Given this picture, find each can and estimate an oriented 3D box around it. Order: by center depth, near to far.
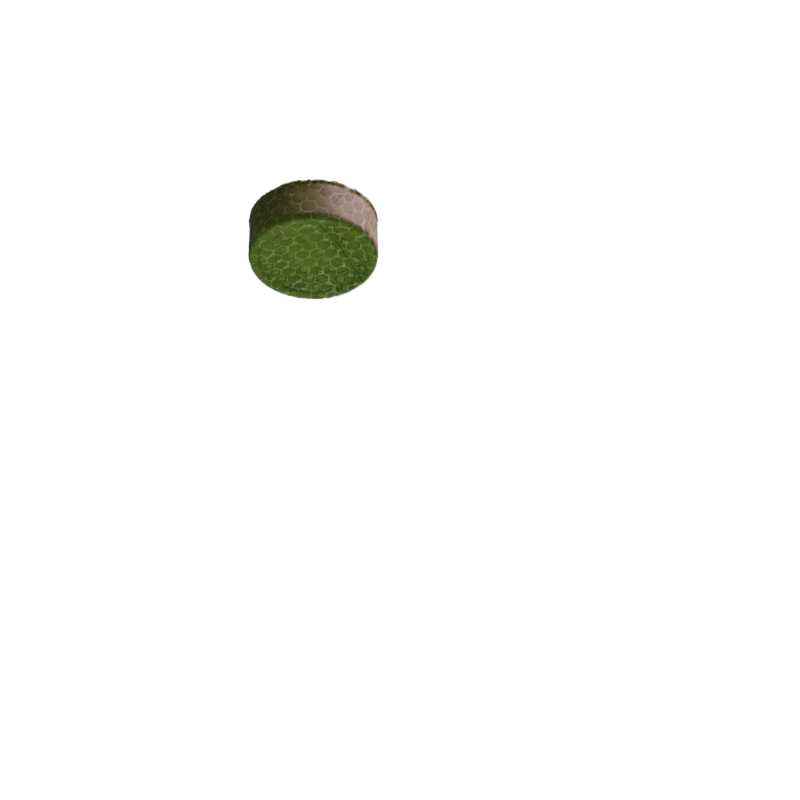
[{"bbox_3d":[-0.057,-0.104,0.726,0.086,0.036,0.080,1,-35,-2],"label":"can"}]
